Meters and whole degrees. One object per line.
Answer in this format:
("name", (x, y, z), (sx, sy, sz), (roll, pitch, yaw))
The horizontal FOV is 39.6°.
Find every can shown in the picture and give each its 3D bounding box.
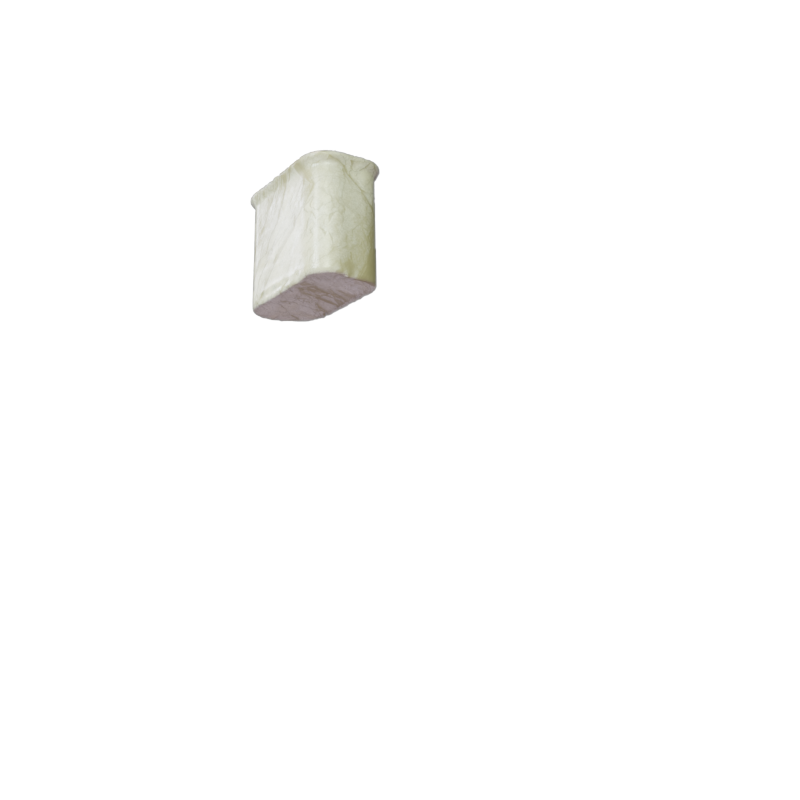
("can", (-0.058, -0.105, 0.734), (0.055, 0.088, 0.102), (12, -22, -32))
